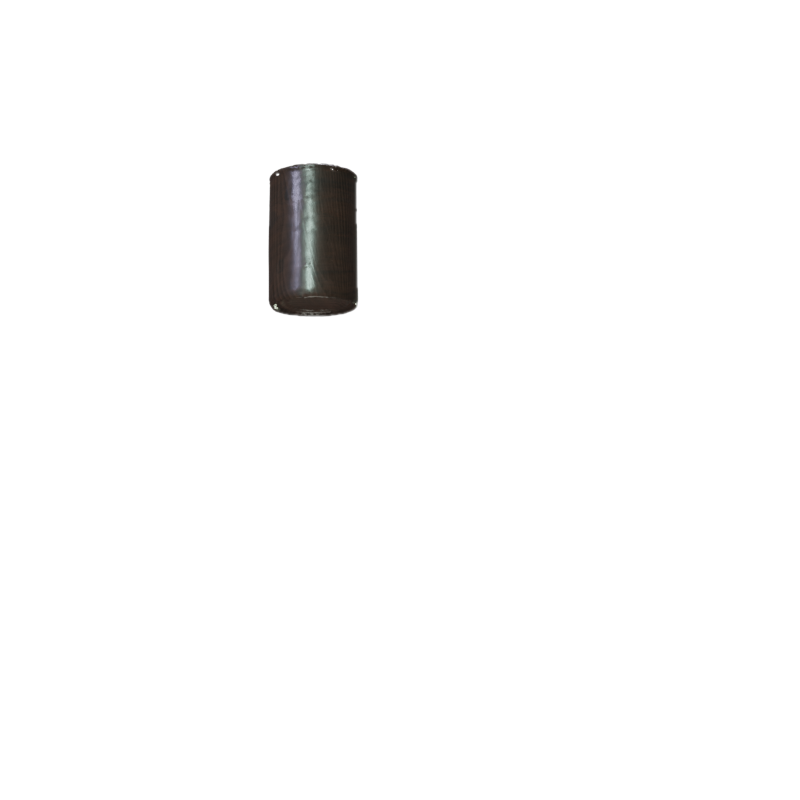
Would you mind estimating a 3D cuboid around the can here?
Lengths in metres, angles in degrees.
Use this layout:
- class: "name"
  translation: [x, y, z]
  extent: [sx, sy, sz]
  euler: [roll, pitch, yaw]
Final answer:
- class: "can"
  translation: [-0.066, -0.120, 0.837]
  extent: [0.068, 0.106, 0.066]
  euler: [0, -14, -2]
